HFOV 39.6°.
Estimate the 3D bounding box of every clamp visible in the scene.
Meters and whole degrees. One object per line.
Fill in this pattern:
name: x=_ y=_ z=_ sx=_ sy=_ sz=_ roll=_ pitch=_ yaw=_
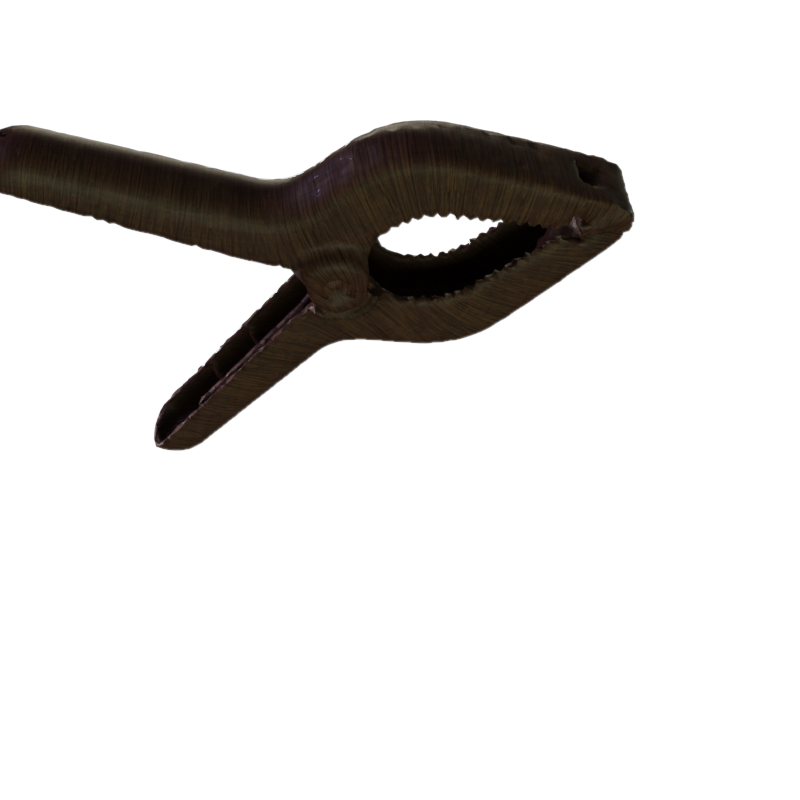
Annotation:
clamp: x=-0.030 y=-0.055 z=0.385 sx=0.212 sy=0.039 sz=0.152 roll=-15 pitch=-43 yaw=16
